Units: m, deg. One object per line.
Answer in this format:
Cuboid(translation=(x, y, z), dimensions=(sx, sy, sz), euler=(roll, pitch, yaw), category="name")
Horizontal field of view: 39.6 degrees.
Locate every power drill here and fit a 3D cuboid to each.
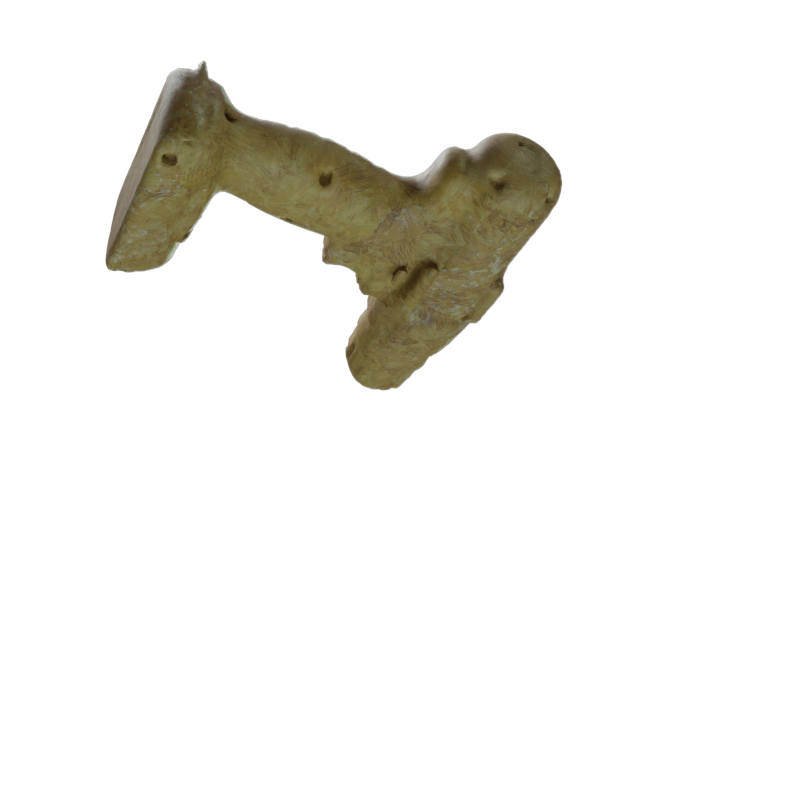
Cuboid(translation=(-0.042, -0.077, 0.538), dimensions=(0.182, 0.062, 0.177), euler=(14, -40, -18), category="power drill")
